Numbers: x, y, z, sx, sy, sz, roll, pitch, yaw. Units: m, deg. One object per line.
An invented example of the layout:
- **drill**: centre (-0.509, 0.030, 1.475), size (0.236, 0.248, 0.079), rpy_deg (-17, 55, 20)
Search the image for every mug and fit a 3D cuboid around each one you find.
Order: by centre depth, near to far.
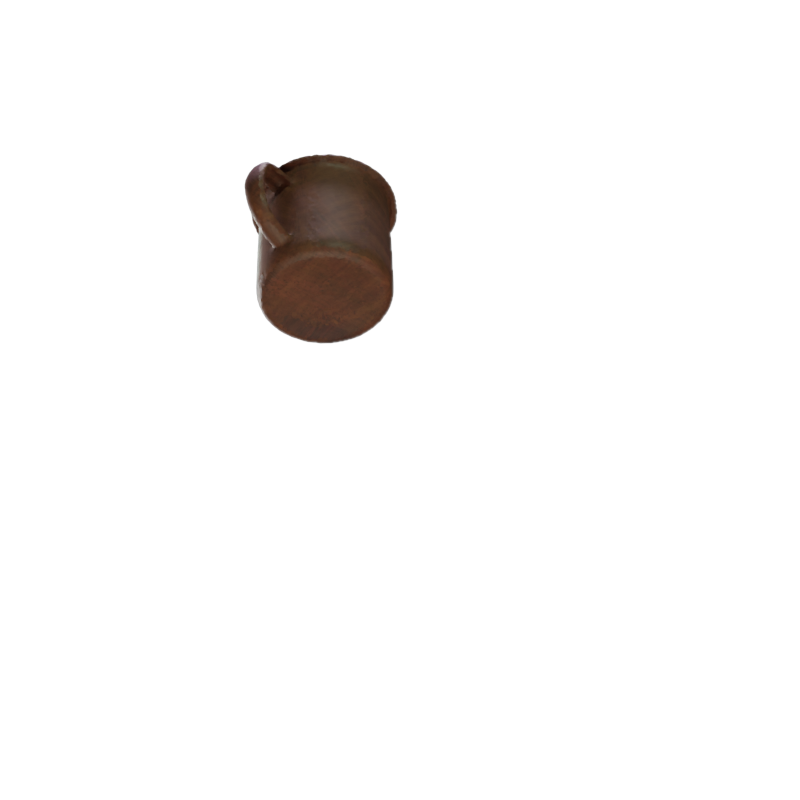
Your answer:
- **mug**: centre (-0.053, -0.096, 0.672), size (0.093, 0.087, 0.109), rpy_deg (-26, -50, 22)
